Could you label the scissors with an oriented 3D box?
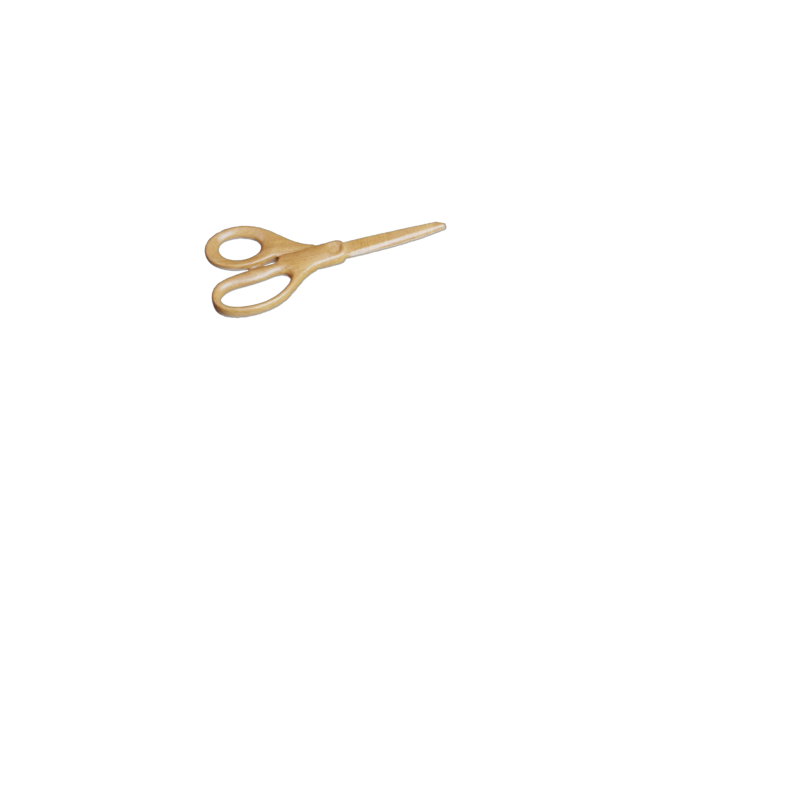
[{"bbox_3d":[-0.070,-0.129,0.900,0.201,0.103,0.015,-29,-33,-21],"label":"scissors"}]
